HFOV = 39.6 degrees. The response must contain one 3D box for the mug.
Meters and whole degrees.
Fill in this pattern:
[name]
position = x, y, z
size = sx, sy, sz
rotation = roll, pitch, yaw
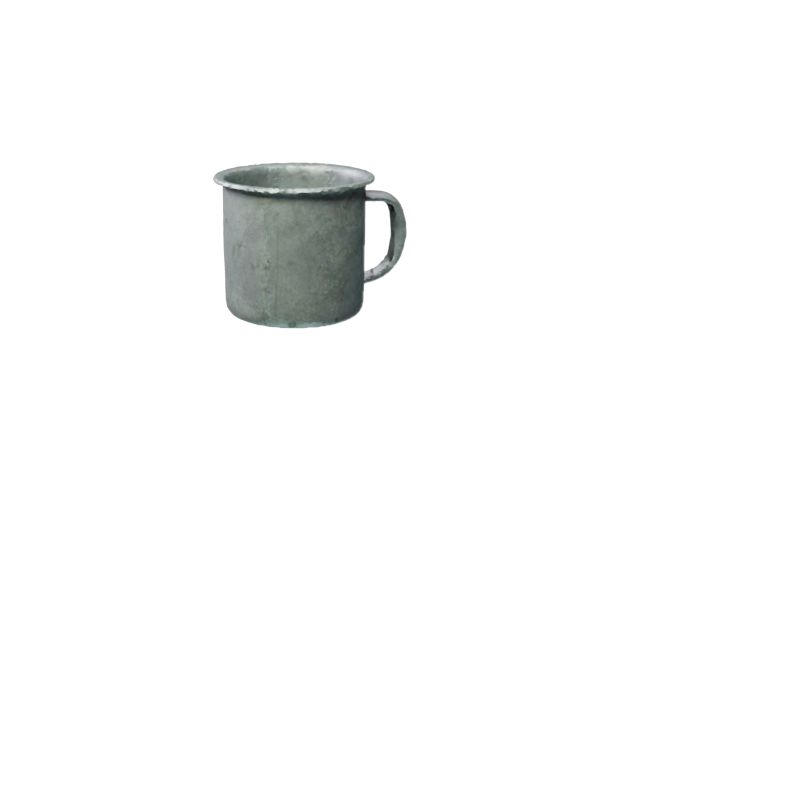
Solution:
[mug]
position = -0.051, -0.093, 0.650
size = 0.114, 0.079, 0.099
rotation = -8, 20, -24
